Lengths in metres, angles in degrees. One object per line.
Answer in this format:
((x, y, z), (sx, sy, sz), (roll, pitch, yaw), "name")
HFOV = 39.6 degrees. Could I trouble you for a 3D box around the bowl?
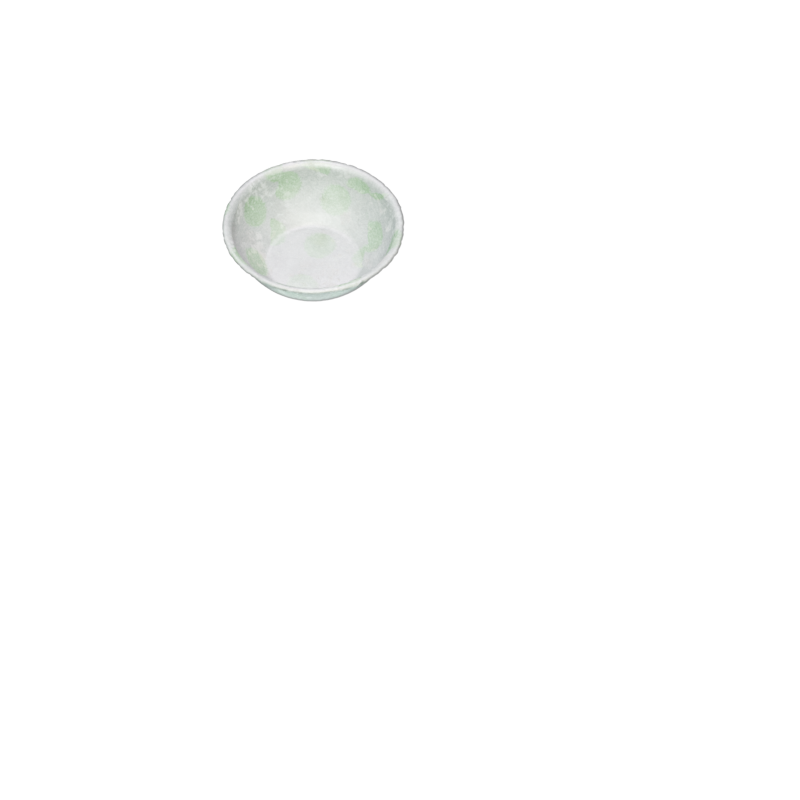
((-0.078, -0.143, 0.999), (0.162, 0.174, 0.051), (-1, -38, -1), "bowl")
